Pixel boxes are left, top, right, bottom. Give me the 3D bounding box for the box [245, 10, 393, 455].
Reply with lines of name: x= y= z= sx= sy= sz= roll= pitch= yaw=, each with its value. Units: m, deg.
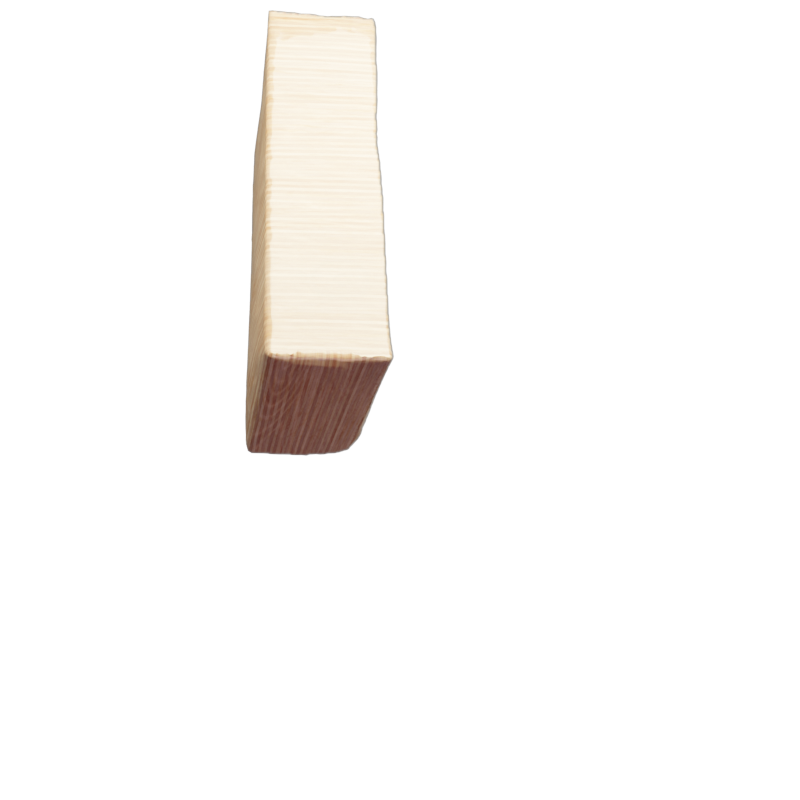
box: x=-0.051 y=-0.093 z=0.654 sx=0.071 sy=0.226 sz=0.157 roll=3 pitch=-25 yaw=-9
